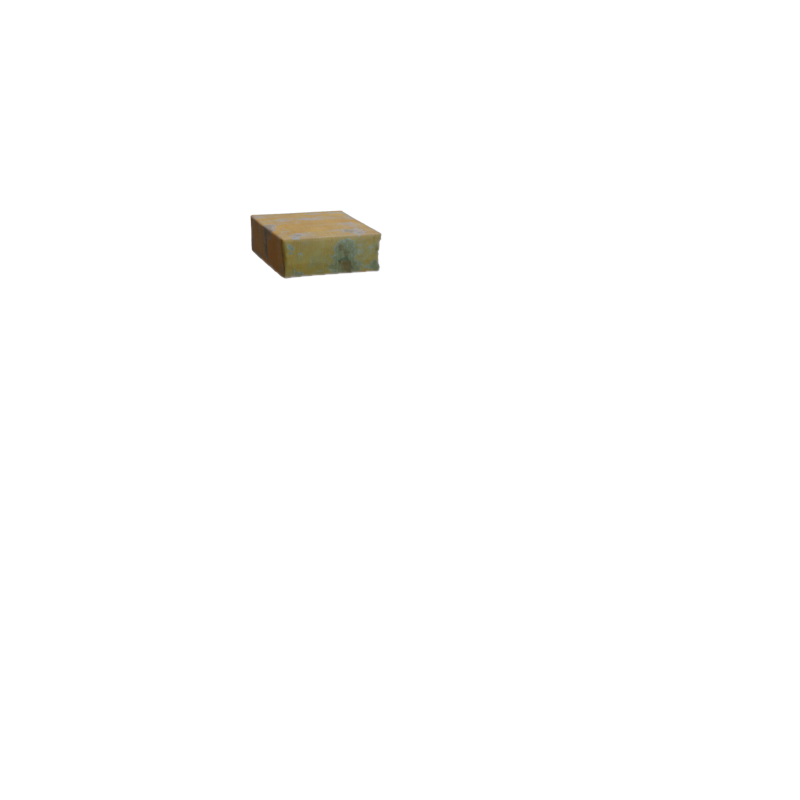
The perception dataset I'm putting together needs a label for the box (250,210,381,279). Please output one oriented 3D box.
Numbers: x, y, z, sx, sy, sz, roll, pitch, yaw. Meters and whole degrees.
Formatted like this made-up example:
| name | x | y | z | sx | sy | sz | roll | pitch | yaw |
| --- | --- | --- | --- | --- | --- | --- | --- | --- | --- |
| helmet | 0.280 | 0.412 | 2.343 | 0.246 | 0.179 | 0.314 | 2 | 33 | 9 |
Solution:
| name | x | y | z | sx | sy | sz | roll | pitch | yaw |
| --- | --- | --- | --- | --- | --- | --- | --- | --- | --- |
| box | -0.077 | -0.141 | 0.985 | 0.088 | 0.037 | 0.120 | -7 | 22 | -18 |
